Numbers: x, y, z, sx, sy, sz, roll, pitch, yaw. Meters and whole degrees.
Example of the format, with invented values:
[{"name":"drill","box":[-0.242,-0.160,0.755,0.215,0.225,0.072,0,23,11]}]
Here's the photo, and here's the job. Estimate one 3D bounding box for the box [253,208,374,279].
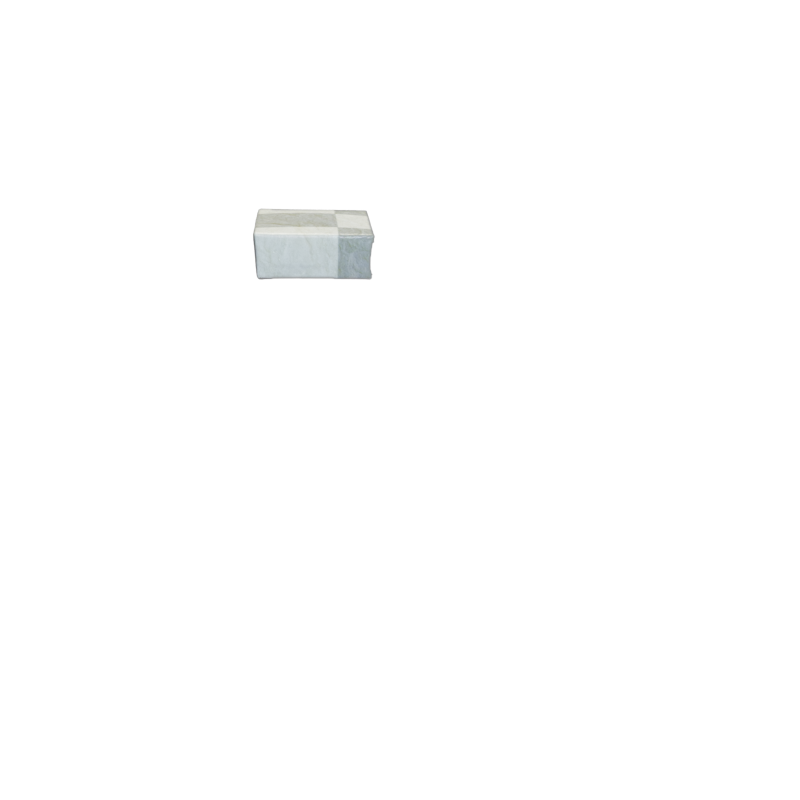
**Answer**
[{"name":"box","box":[-0.068,-0.123,0.863,0.090,0.037,0.118,-1,20,-3]}]
